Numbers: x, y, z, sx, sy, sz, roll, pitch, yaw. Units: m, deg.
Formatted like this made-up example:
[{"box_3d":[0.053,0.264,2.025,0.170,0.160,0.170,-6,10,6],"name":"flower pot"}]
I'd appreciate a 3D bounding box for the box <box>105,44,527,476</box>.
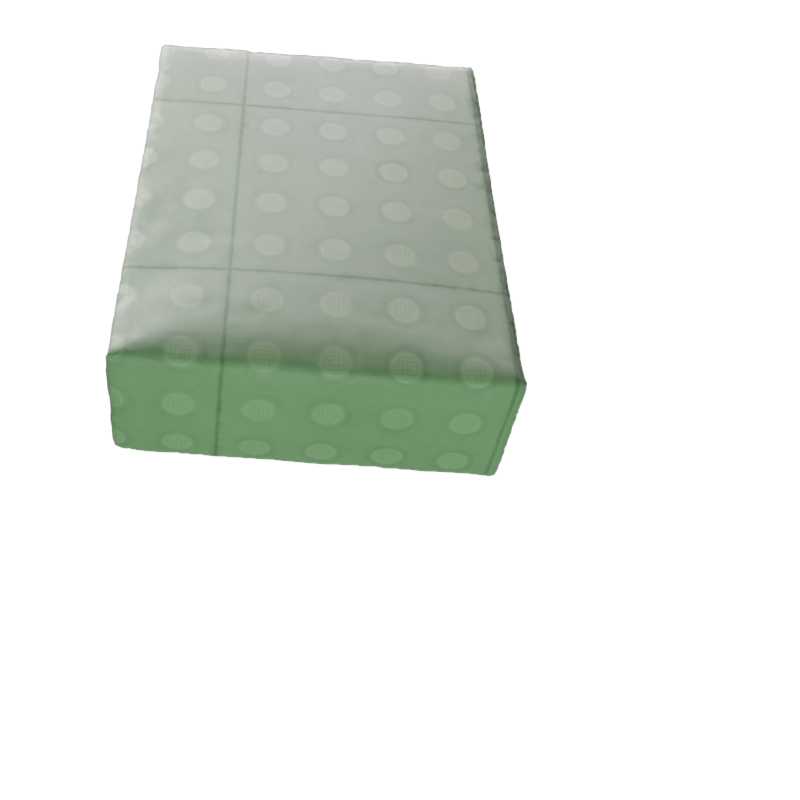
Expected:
[{"box_3d":[-0.040,-0.074,0.517,0.163,0.230,0.067,3,-43,-6],"name":"box"}]
